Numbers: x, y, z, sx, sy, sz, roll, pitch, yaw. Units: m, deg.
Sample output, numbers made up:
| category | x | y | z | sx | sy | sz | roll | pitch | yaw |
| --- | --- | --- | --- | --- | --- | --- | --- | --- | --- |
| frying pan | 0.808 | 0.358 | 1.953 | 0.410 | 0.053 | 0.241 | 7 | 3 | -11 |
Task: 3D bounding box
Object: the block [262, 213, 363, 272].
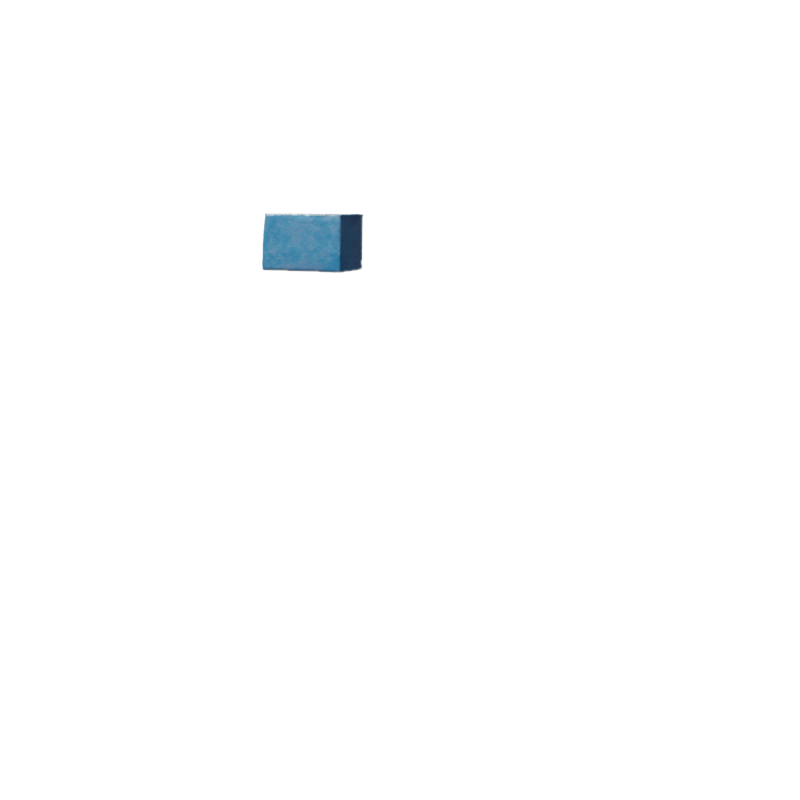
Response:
| category | x | y | z | sx | sy | sz | roll | pitch | yaw |
| --- | --- | --- | --- | --- | --- | --- | --- | --- | --- |
| block | -0.078 | -0.143 | 0.999 | 0.080 | 0.051 | 0.052 | 3 | 7 | 23 |
